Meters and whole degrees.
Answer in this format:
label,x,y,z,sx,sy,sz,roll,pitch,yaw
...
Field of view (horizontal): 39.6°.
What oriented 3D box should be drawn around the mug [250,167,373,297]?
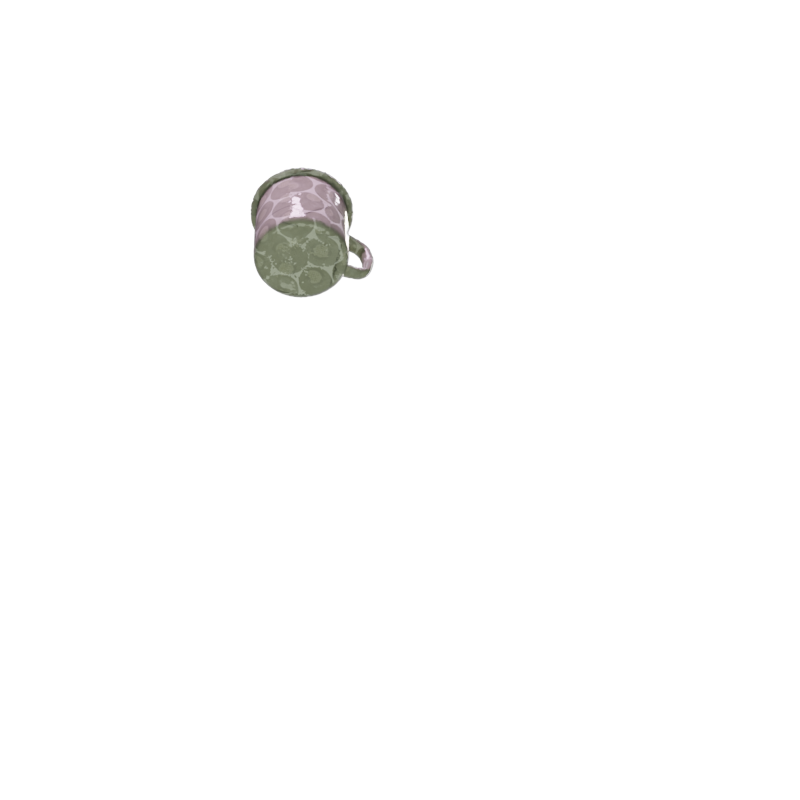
label,x,y,z,sx,sy,sz,roll,pitch,yaw
mug,-0.076,-0.139,0.974,0.113,0.090,0.087,26,31,-19
